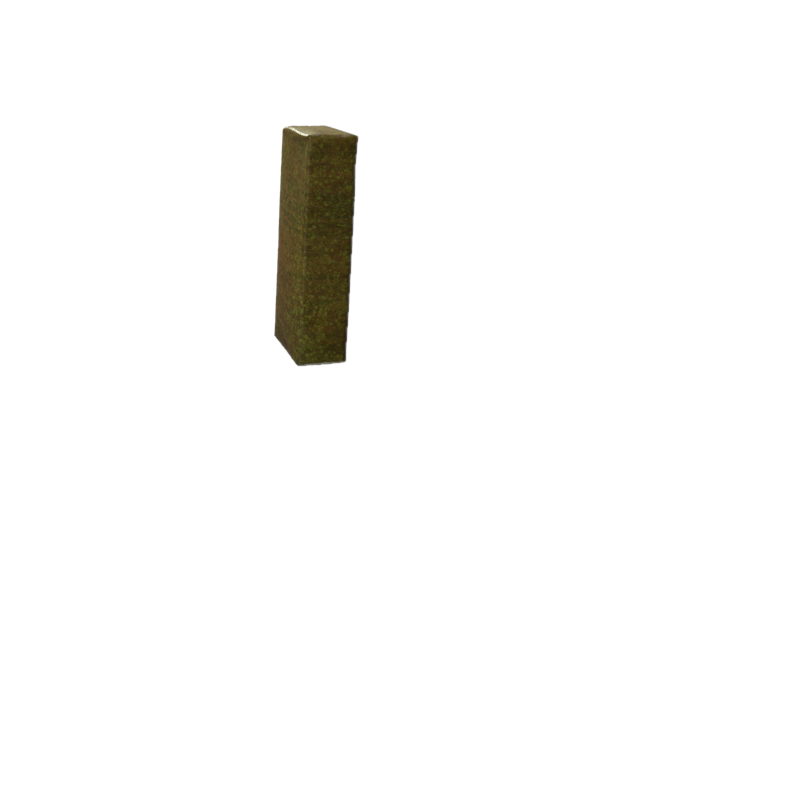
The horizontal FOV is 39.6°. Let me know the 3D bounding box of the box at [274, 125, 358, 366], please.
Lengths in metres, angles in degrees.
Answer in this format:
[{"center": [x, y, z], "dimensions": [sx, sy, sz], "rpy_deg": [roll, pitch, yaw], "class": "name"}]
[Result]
[{"center": [-0.068, -0.124, 0.865], "dimensions": [0.047, 0.172, 0.098], "rpy_deg": [-3, 12, -17], "class": "box"}]
